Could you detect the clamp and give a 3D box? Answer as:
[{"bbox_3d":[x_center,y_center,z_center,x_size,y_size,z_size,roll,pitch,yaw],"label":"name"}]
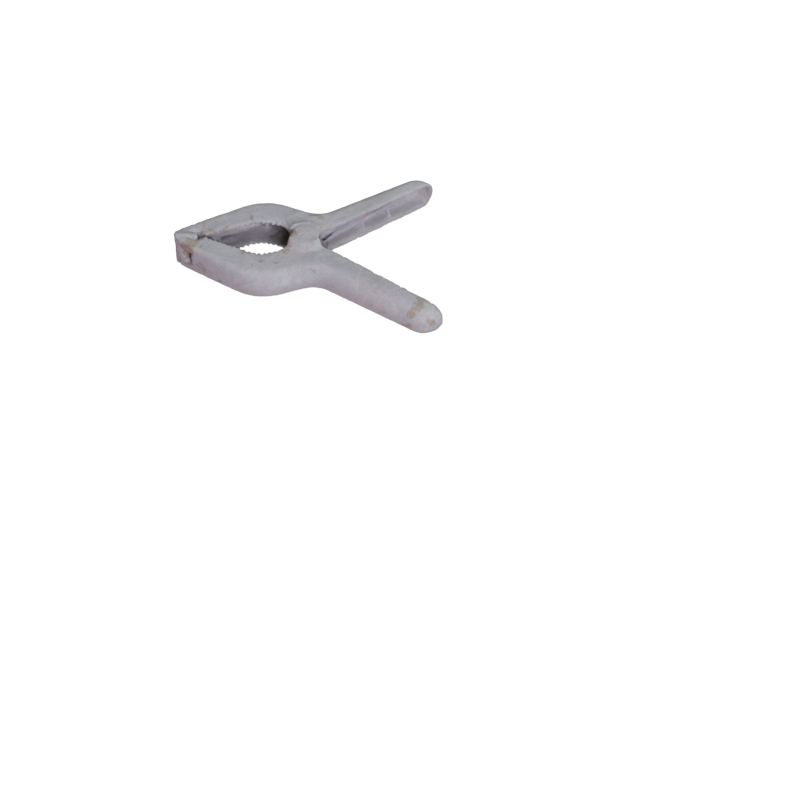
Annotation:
[{"bbox_3d":[-0.067,-0.123,0.861,0.212,0.034,0.175,5,44,5],"label":"clamp"}]
